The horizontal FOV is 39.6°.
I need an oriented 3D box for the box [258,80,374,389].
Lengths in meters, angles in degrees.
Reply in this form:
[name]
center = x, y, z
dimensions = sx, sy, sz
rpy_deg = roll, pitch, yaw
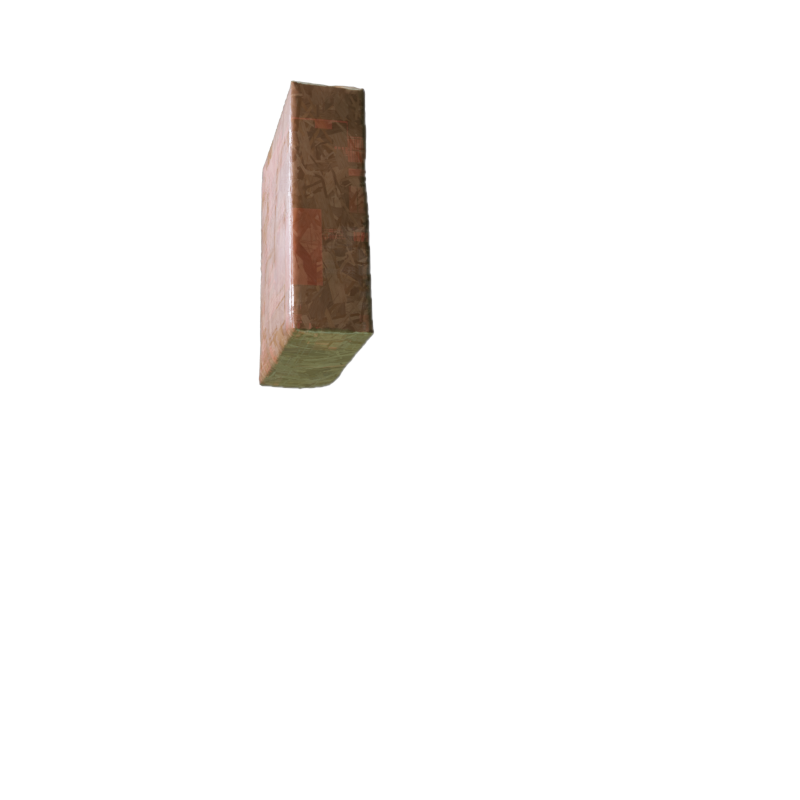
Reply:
[box]
center = -0.073, -0.133, 0.929
dimensions = 0.070, 0.224, 0.159
rpy_deg = 4, -20, -14
